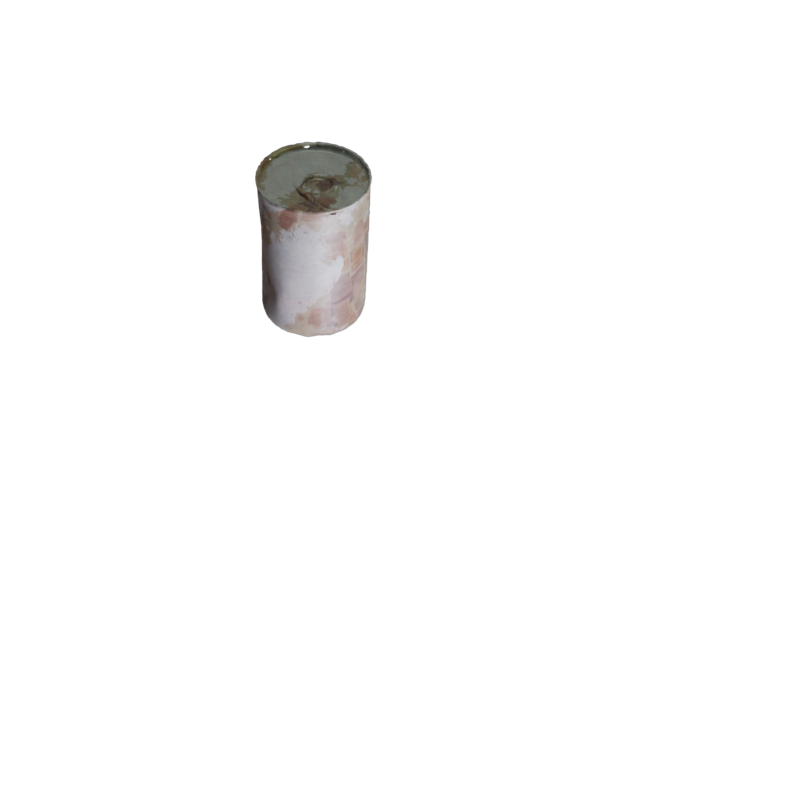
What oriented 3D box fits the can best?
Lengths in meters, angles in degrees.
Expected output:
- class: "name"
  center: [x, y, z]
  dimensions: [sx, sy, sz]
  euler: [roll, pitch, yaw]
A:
- class: "can"
  center: [-0.053, -0.096, 0.676]
  dimensions: [0.068, 0.095, 0.074]
  euler: [0, 45, -3]
